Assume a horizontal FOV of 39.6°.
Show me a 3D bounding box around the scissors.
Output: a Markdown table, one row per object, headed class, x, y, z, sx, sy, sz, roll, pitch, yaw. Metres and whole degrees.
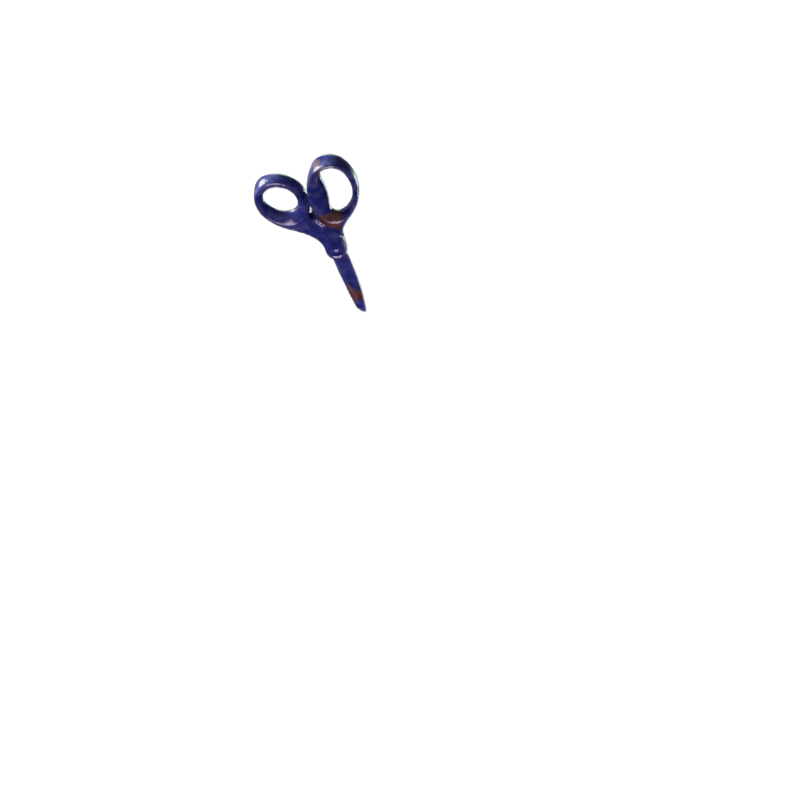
| class | x | y | z | sx | sy | sz | roll | pitch | yaw |
| --- | --- | --- | --- | --- | --- | --- | --- | --- | --- |
| scissors | -0.075 | -0.137 | 0.958 | 0.096 | 0.017 | 0.188 | 1 | -36 | -2 |
